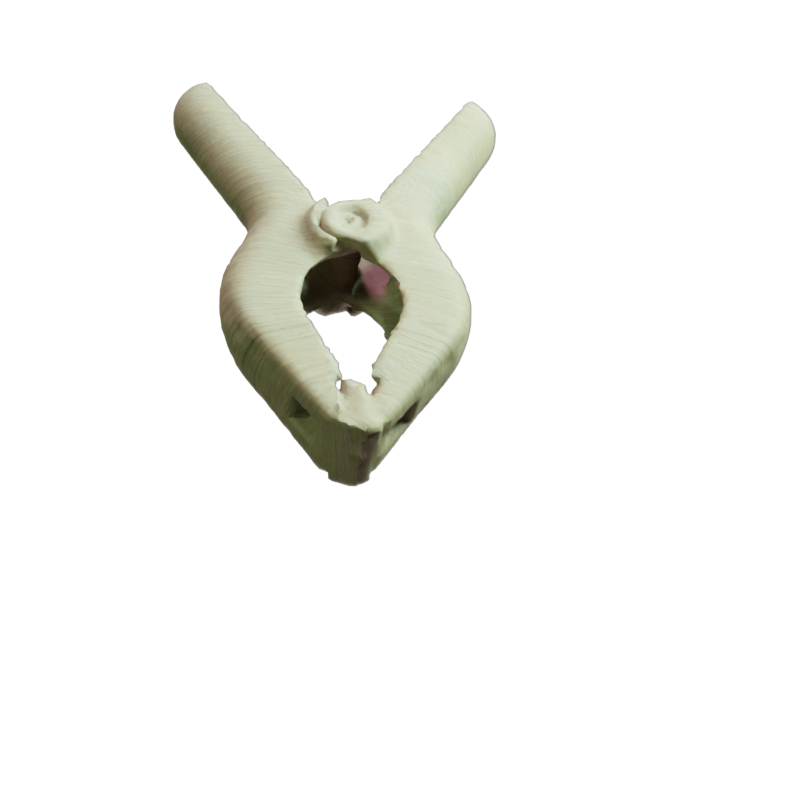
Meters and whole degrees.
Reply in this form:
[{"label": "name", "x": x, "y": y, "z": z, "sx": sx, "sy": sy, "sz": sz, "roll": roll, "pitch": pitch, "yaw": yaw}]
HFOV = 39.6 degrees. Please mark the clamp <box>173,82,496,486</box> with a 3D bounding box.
[{"label": "clamp", "x": -0.029, "y": -0.053, "z": 0.370, "sx": 0.121, "sy": 0.036, "sz": 0.183, "roll": 4, "pitch": 44, "yaw": 3}]
